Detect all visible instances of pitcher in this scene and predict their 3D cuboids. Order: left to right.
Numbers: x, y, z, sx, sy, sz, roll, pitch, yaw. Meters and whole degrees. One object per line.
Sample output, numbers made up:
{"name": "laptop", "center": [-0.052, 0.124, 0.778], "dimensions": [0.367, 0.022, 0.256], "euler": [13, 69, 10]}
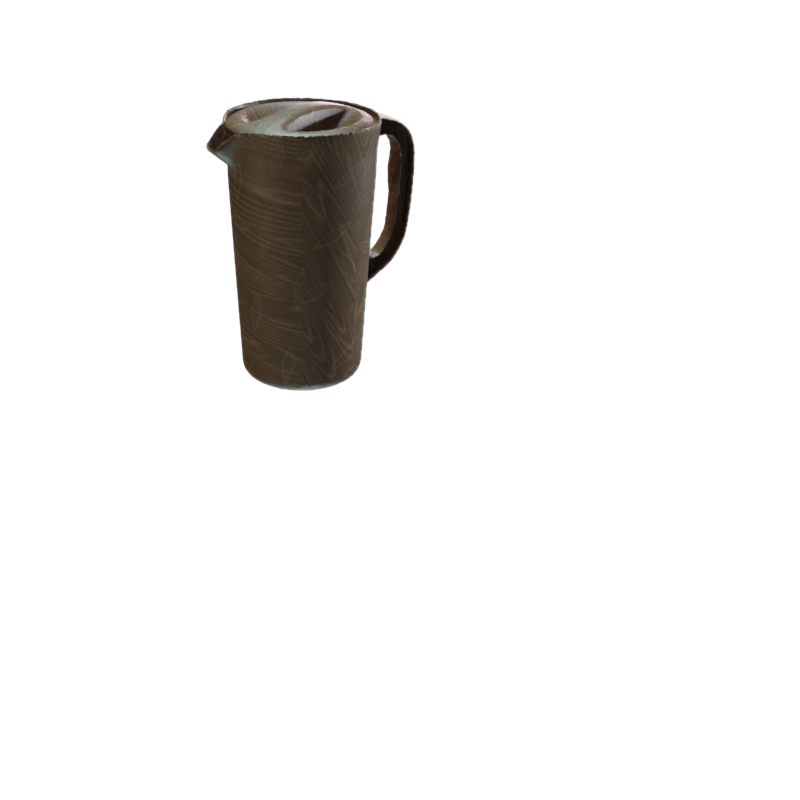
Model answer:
{"name": "pitcher", "center": [-0.076, -0.139, 0.971], "dimensions": [0.153, 0.231, 0.149], "euler": [8, 25, 15]}
